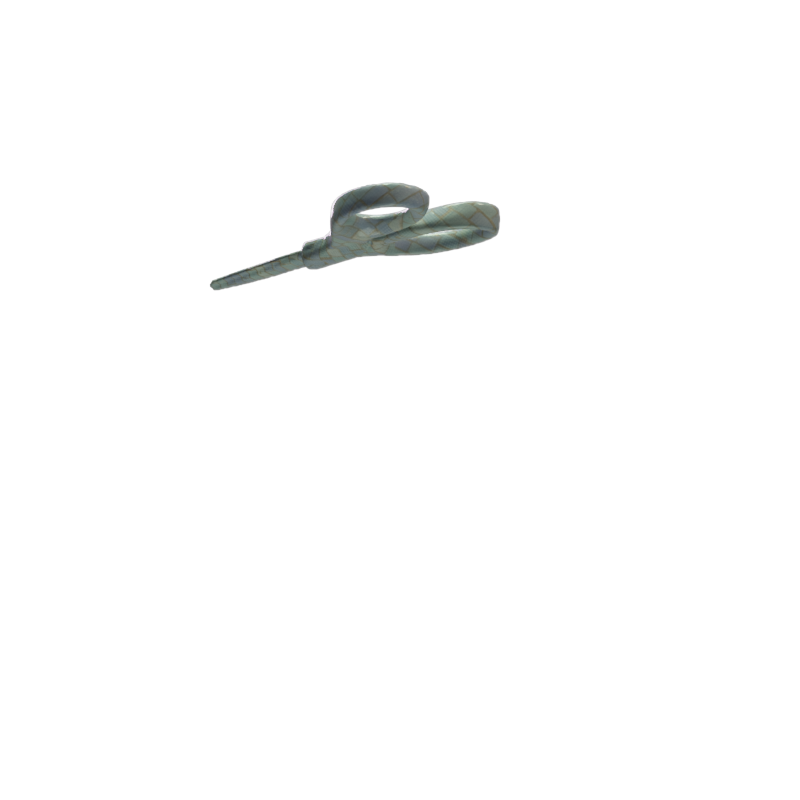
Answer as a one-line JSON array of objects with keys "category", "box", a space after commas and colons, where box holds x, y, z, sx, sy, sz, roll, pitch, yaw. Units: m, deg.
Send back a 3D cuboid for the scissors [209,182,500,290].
[{"category": "scissors", "box": [-0.047, -0.086, 0.602, 0.206, 0.016, 0.091, -6, -13, 28]}]
